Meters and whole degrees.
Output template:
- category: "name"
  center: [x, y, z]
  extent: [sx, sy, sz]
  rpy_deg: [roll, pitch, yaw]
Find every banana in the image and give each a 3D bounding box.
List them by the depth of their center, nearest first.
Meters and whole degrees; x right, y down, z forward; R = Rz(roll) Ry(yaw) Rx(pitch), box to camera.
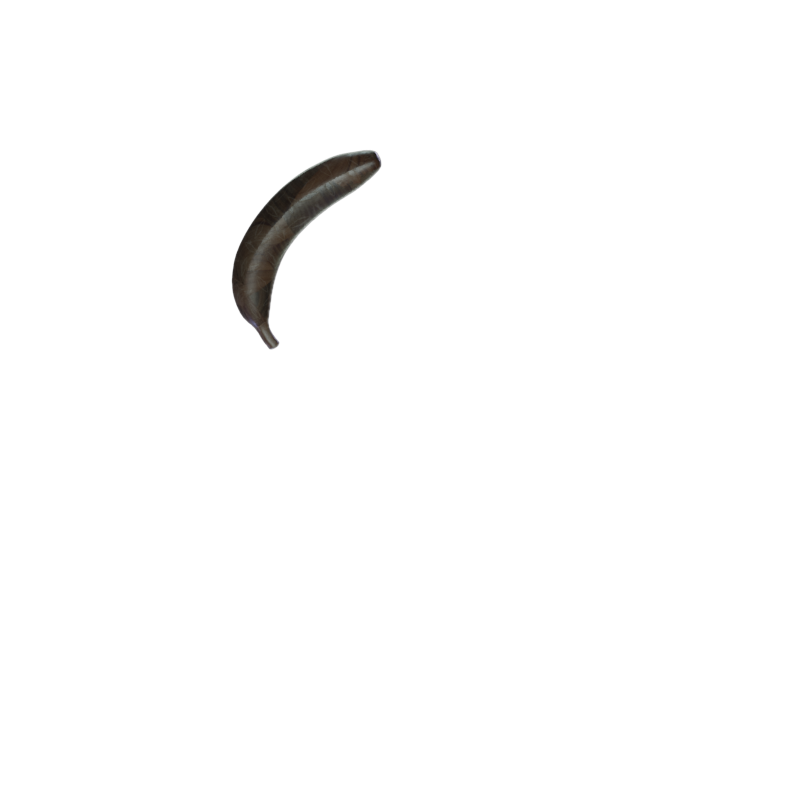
- category: "banana"
  center: [-0.090, -0.135, 0.917]
  extent: [0.068, 0.192, 0.039]
  rpy_deg: [26, 25, -15]
